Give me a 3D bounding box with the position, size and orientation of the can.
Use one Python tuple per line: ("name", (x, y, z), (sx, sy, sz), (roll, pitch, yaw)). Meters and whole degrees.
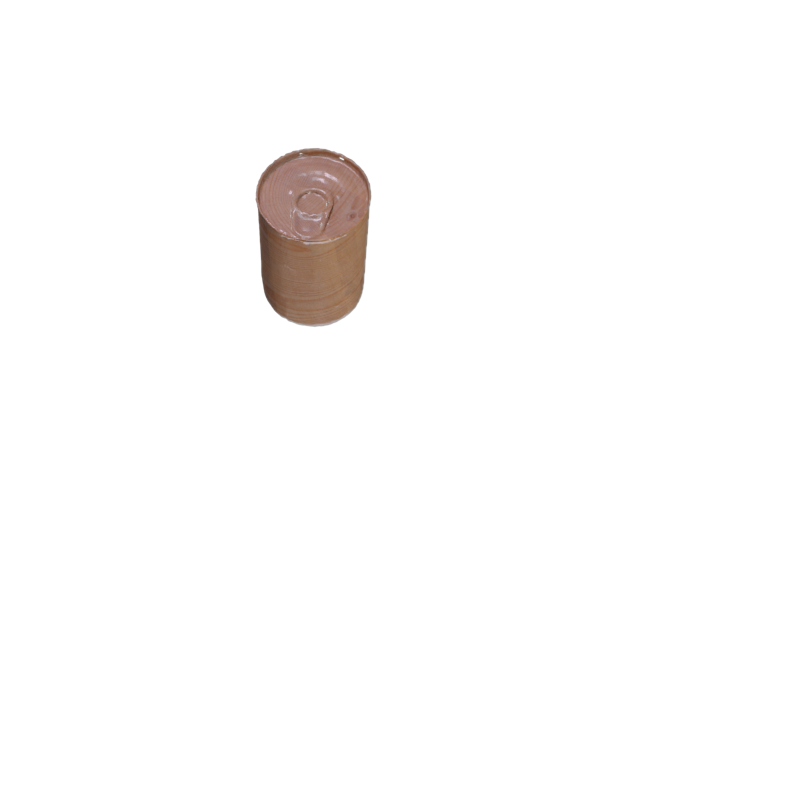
("can", (-0.054, -0.099, 0.690), (0.068, 0.073, 0.096), (0, -30, -3))
